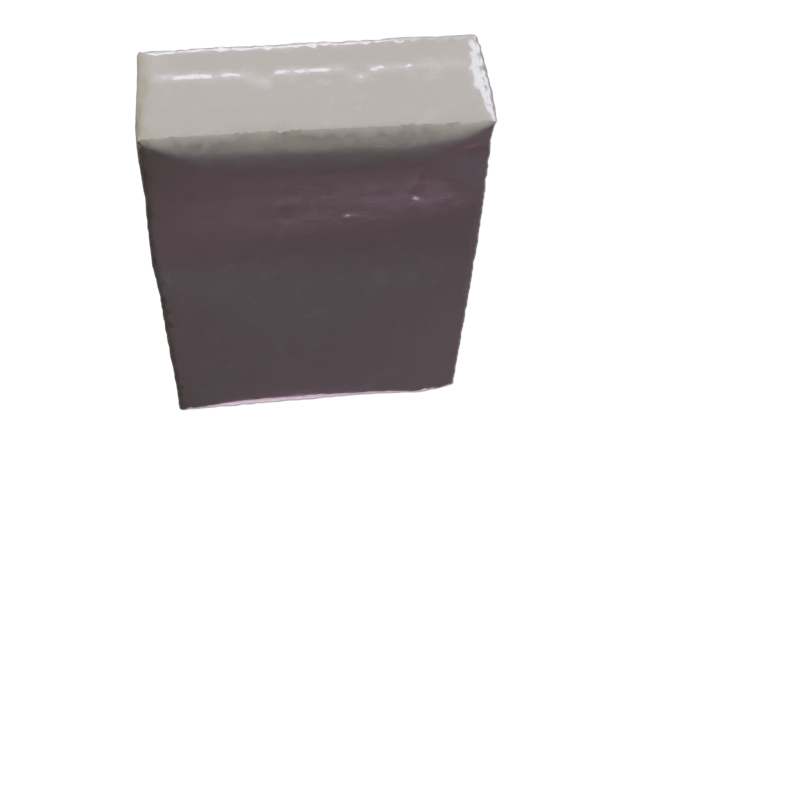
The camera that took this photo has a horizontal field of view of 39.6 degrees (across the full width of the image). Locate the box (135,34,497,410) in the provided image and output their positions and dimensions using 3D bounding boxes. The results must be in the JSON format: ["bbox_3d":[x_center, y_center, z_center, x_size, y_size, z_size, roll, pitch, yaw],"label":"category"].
[{"bbox_3d":[-0.046,-0.083,0.581,0.163,0.077,0.200,-4,-36,-5],"label":"box"}]
